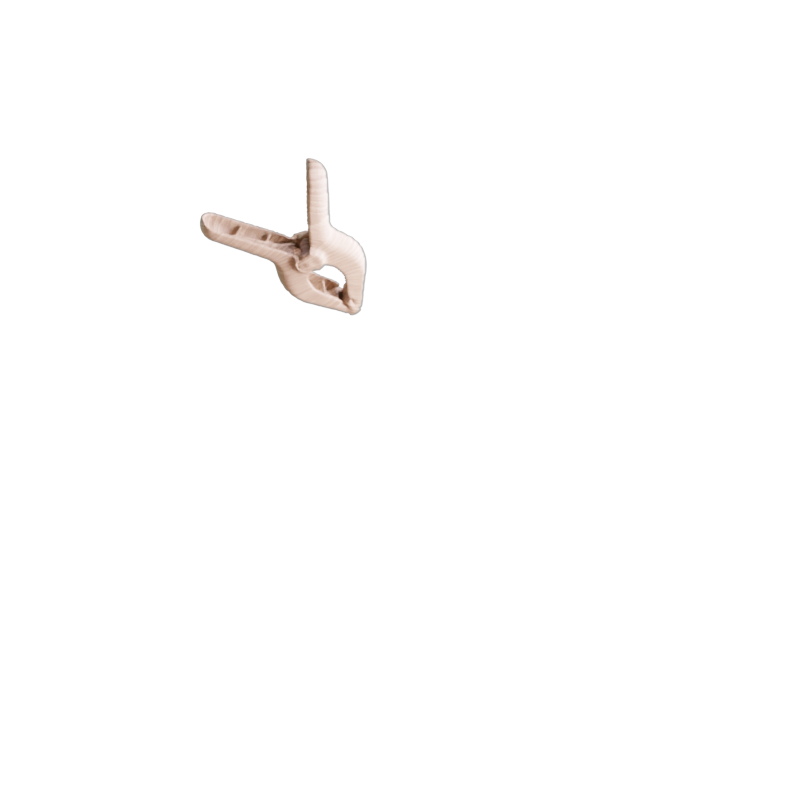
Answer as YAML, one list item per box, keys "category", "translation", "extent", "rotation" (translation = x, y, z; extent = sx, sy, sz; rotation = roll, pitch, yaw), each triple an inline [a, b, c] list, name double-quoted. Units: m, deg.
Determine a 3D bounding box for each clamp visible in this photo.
- category: "clamp"
  translation: [-0.075, -0.137, 0.959]
  extent: [0.120, 0.042, 0.160]
  rotation: [-27, -44, 31]
